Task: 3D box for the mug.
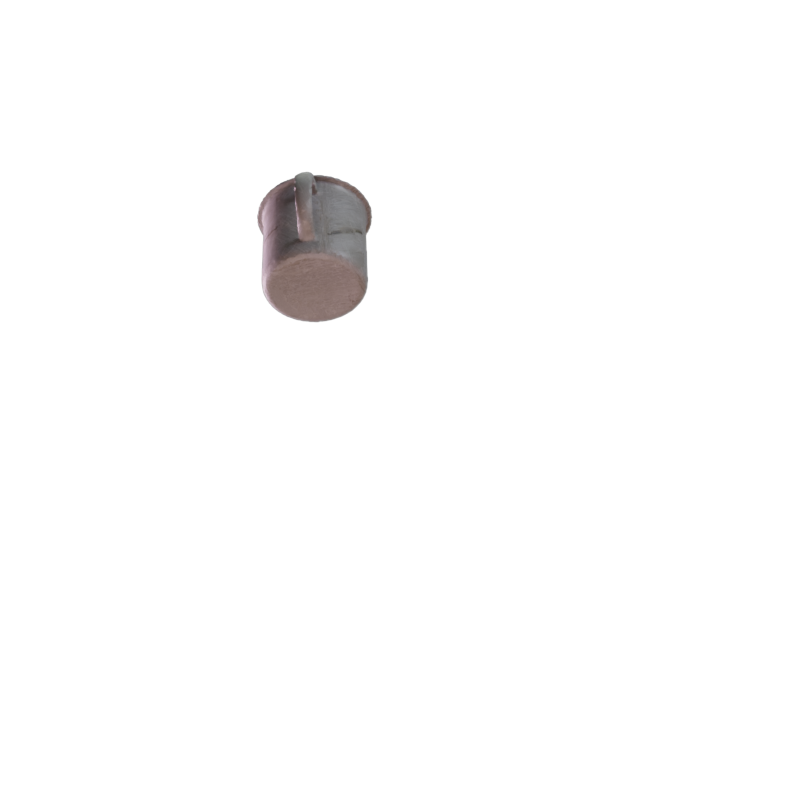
[{"bbox_3d":[-0.067,-0.123,0.862,0.093,0.087,0.109,-3,-41,1],"label":"mug"}]
